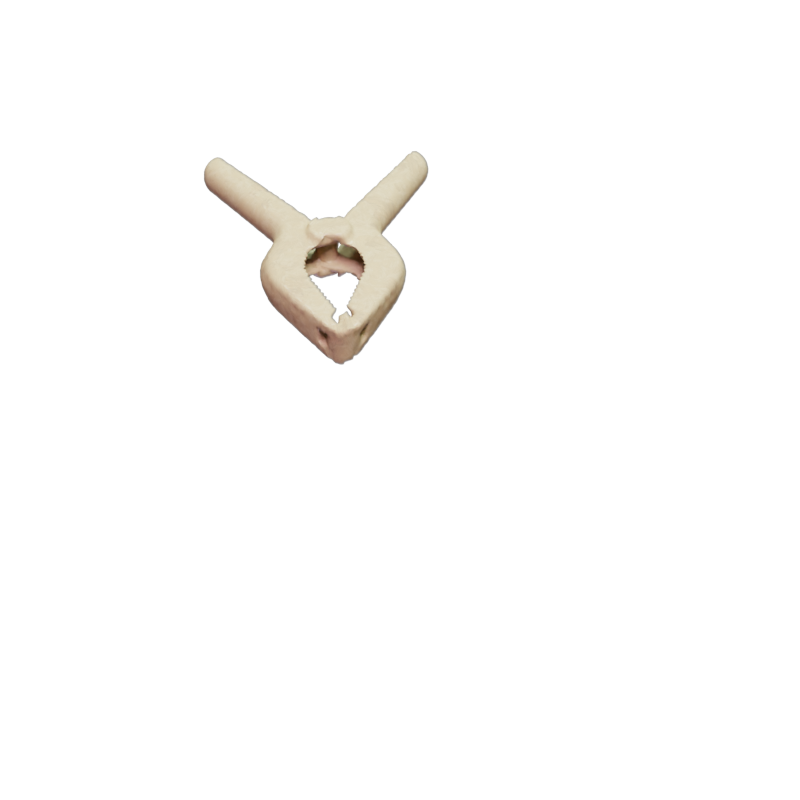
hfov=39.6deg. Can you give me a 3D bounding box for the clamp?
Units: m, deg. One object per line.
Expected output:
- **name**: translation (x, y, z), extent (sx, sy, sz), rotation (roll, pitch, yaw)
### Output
- **clamp**: translation (-0.059, -0.107, 0.751), extent (0.164, 0.034, 0.225), rotation (0, 42, 0)
